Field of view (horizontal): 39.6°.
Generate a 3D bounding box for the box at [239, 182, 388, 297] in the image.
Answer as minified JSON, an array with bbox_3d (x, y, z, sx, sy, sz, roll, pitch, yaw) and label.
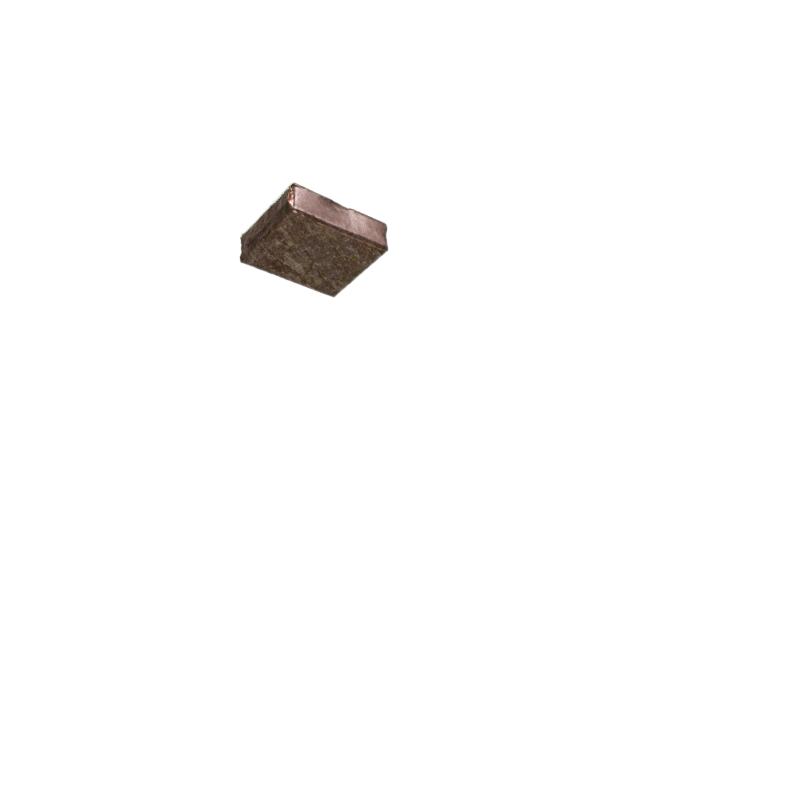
[{"bbox_3d":[-0.066,-0.119,0.836,0.085,0.032,0.072,21,-40,-28],"label":"box"}]
